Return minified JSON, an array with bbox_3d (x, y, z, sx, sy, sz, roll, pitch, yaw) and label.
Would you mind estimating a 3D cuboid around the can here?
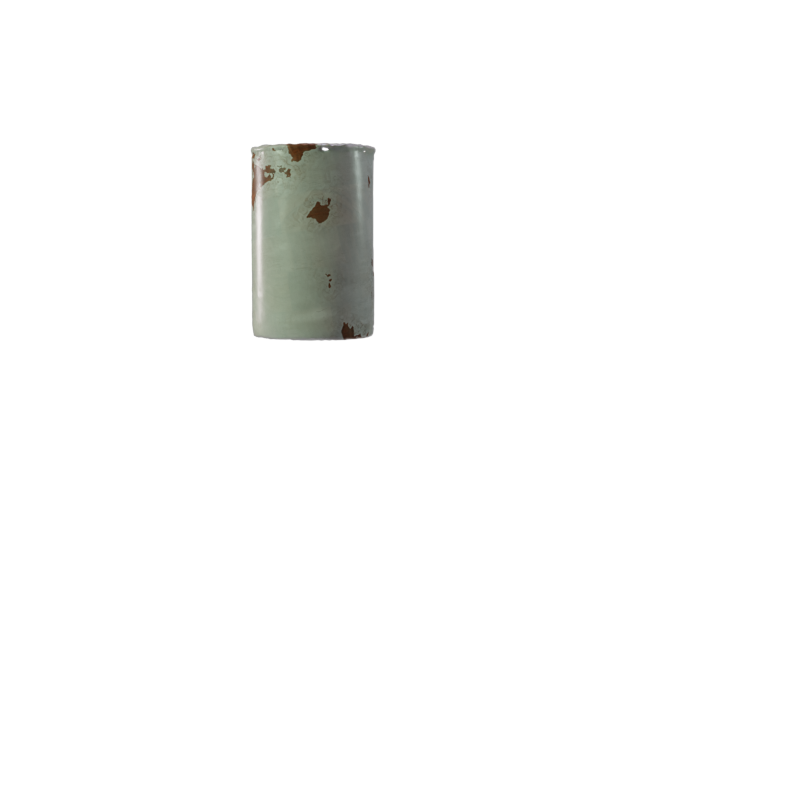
[{"bbox_3d":[-0.047,-0.086,0.602,0.068,0.102,0.069,0,3,-2],"label":"can"}]
